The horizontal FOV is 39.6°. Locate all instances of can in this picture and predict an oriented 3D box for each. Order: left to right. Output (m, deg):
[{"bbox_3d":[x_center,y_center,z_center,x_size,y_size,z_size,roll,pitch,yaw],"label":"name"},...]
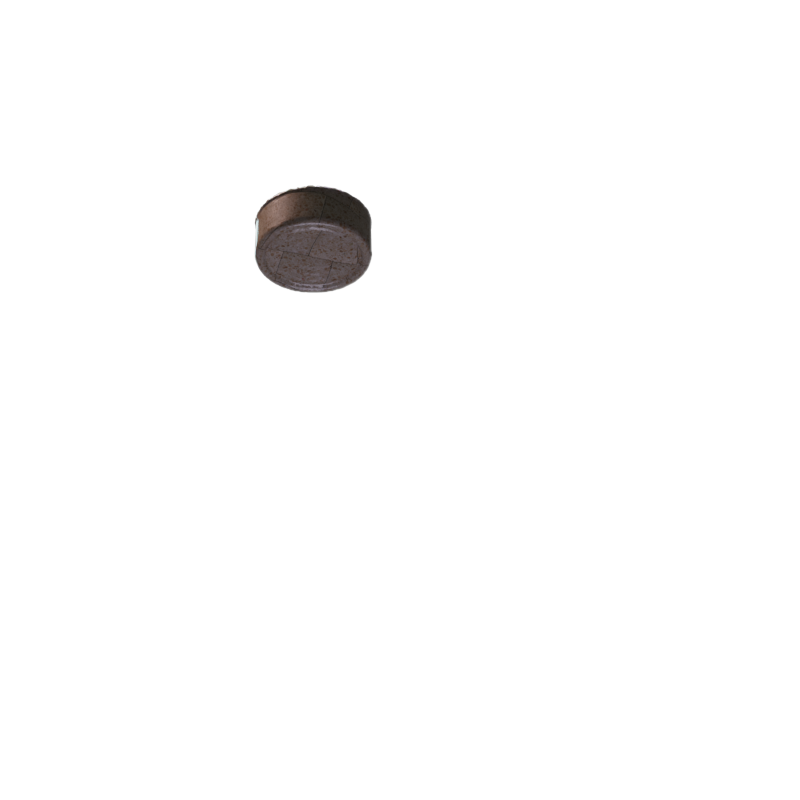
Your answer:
[{"bbox_3d":[-0.063,-0.115,0.804,0.086,0.036,0.080,1,-34,-2],"label":"can"}]
